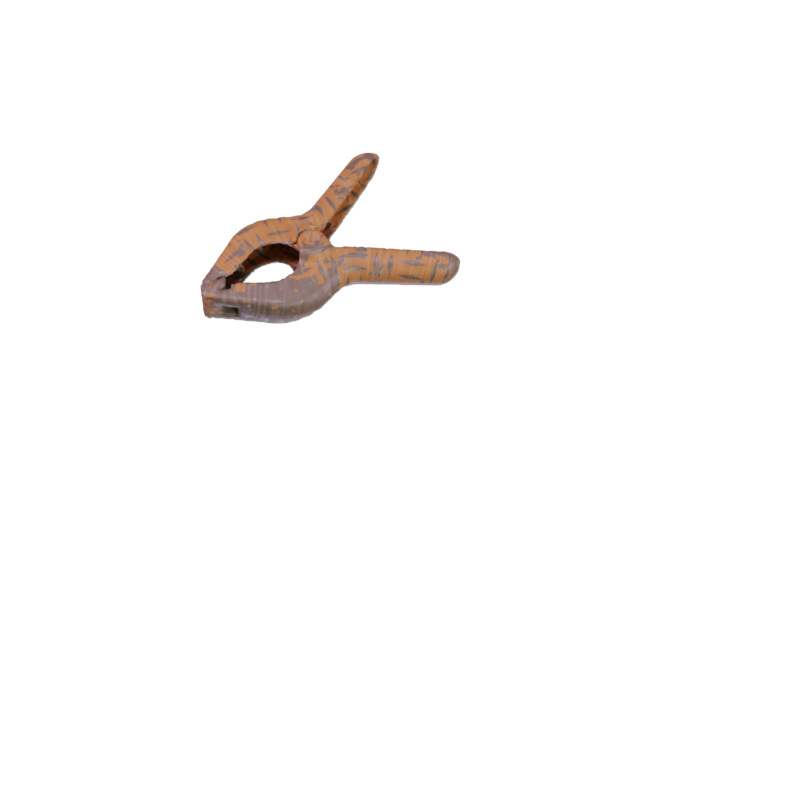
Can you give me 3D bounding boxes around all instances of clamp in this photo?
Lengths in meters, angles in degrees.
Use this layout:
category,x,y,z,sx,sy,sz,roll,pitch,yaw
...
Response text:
category,x,y,z,sx,sy,sz,roll,pitch,yaw
clamp,-0.059,-0.107,0.753,0.170,0.130,0.036,-16,-39,-14
